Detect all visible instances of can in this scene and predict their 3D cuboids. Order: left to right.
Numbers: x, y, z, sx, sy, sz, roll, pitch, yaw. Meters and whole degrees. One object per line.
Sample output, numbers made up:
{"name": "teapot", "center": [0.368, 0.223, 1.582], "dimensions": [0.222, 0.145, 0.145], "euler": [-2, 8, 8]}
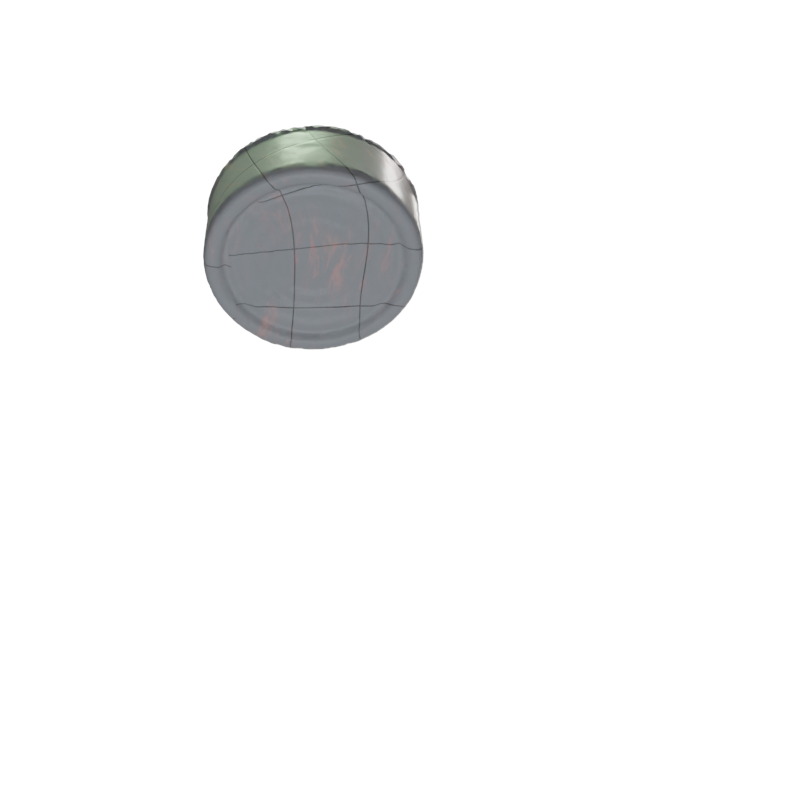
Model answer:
{"name": "can", "center": [-0.034, -0.062, 0.434], "dimensions": [0.086, 0.080, 0.036], "euler": [1, 36, -1]}
